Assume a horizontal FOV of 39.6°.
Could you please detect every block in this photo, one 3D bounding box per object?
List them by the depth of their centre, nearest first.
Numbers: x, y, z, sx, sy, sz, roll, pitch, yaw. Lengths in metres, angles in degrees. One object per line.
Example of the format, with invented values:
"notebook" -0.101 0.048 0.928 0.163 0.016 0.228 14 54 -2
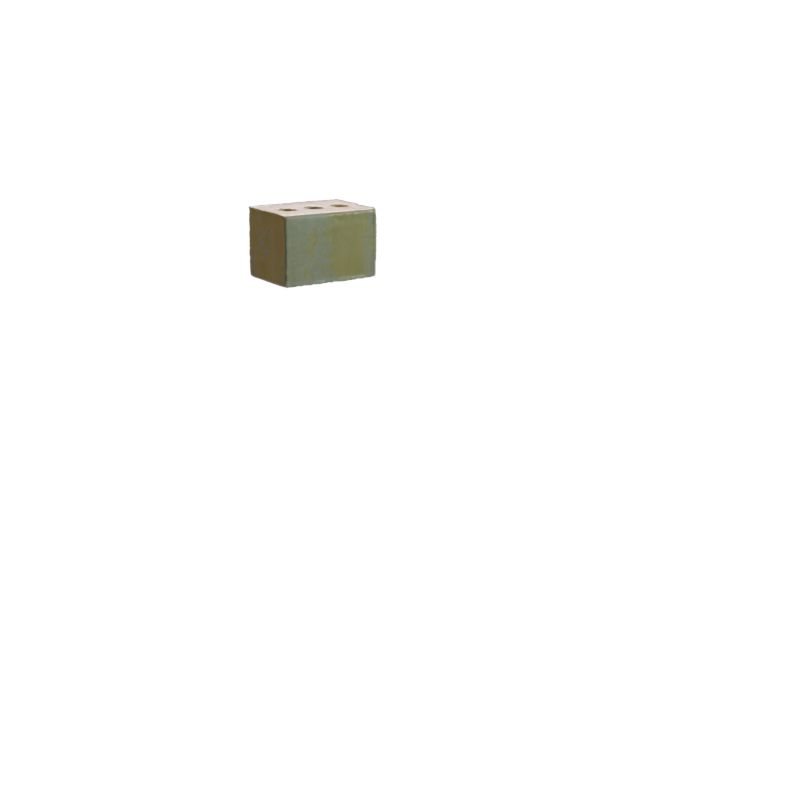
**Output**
"block" -0.062 -0.113 0.791 0.076 0.050 0.056 -10 17 -33
